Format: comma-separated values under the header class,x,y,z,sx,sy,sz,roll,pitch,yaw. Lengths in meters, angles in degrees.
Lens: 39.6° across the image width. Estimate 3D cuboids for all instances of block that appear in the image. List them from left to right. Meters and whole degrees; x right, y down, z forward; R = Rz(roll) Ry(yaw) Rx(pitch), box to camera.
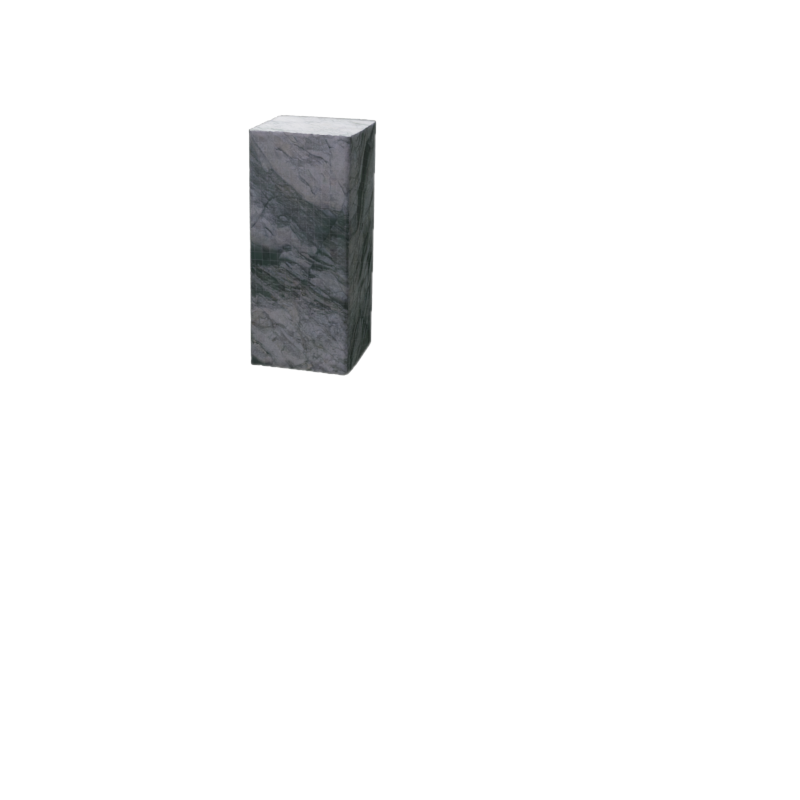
class,x,y,z,sx,sy,sz,roll,pitch,yaw
block,-0.075,-0.138,0.964,0.093,0.199,0.092,5,17,14
